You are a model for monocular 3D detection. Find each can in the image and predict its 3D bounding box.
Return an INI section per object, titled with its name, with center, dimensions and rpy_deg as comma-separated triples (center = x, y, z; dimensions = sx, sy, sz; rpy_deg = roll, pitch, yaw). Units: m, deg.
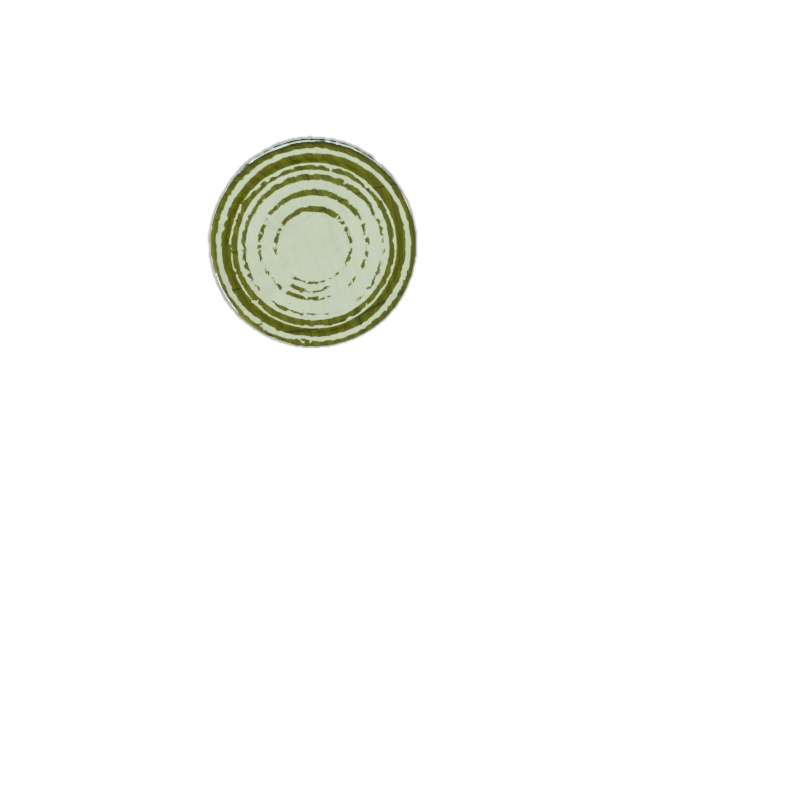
[can]
center = -0.036, -0.066, 0.462
dimensions = 0.086, 0.084, 0.034
rpy_deg = 0, 8, -1
